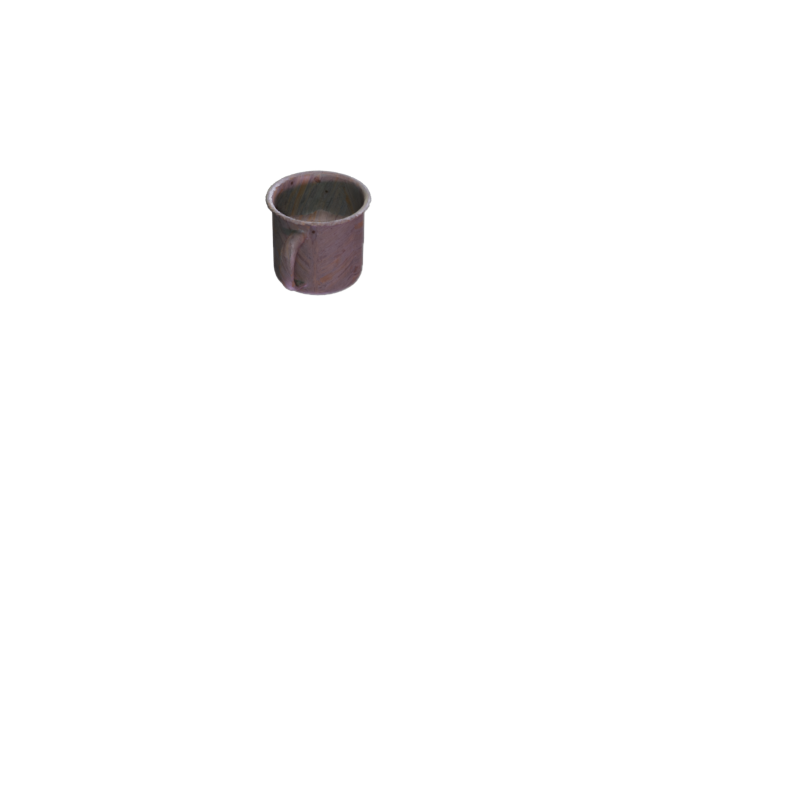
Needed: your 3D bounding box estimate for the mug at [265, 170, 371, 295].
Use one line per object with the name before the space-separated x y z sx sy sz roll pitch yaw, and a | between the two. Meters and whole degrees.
mug | -0.077 -0.140 0.983 0.096 0.076 0.122 12 39 14
